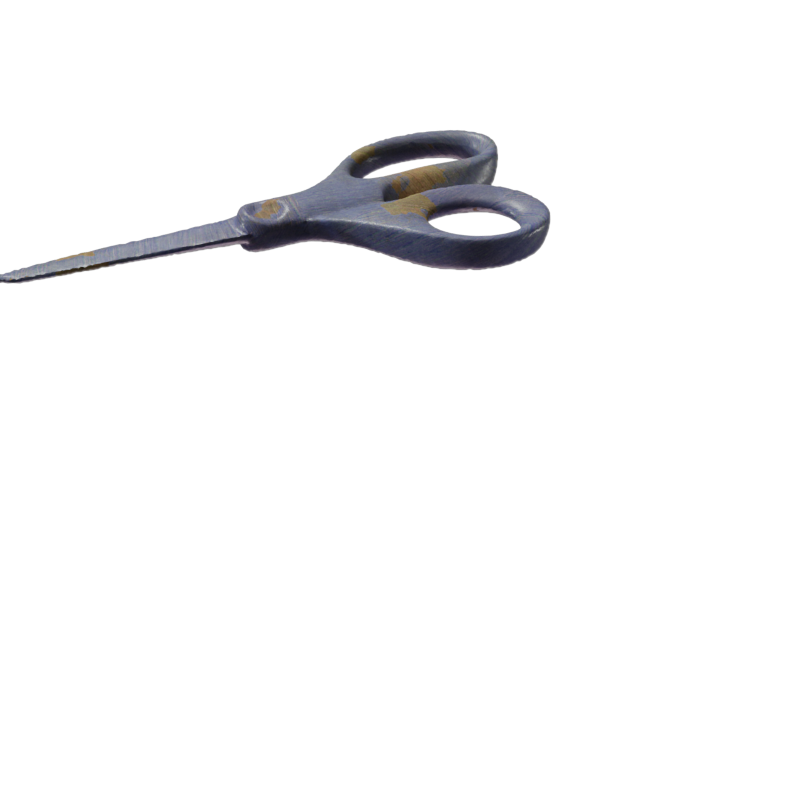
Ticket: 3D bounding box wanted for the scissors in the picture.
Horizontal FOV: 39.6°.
[{"bbox_3d":[-0.031,-0.056,0.394,0.201,0.015,0.103,-27,45,-31],"label":"scissors"}]
